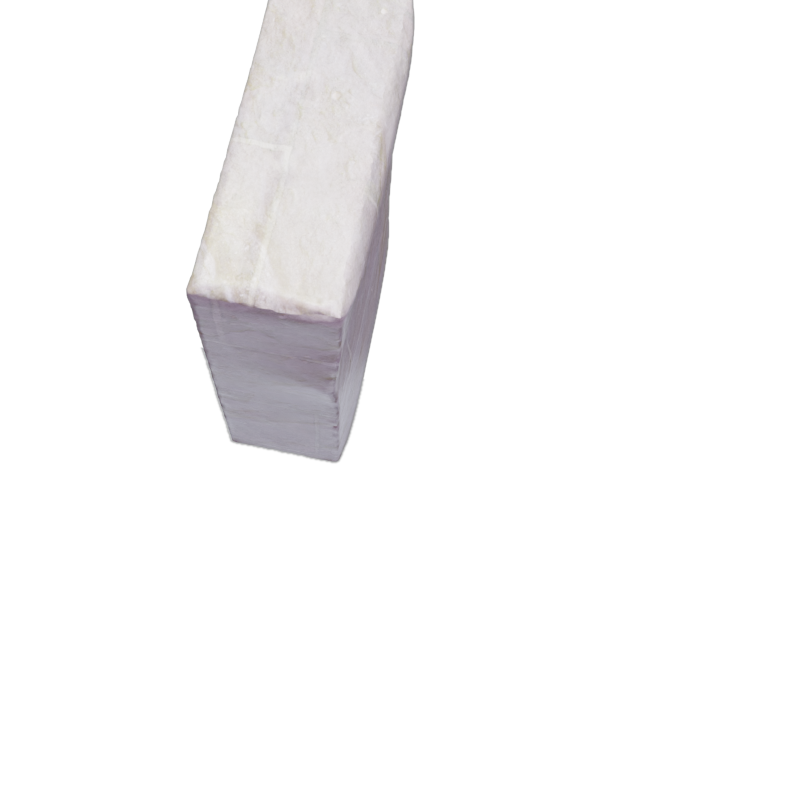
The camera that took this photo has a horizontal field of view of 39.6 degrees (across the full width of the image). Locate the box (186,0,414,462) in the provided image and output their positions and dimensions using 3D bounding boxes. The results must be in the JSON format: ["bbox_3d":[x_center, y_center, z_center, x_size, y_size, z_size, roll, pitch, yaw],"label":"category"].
[{"bbox_3d":[-0.043,-0.078,0.550,0.072,0.172,0.204,11,-21,0],"label":"box"}]
